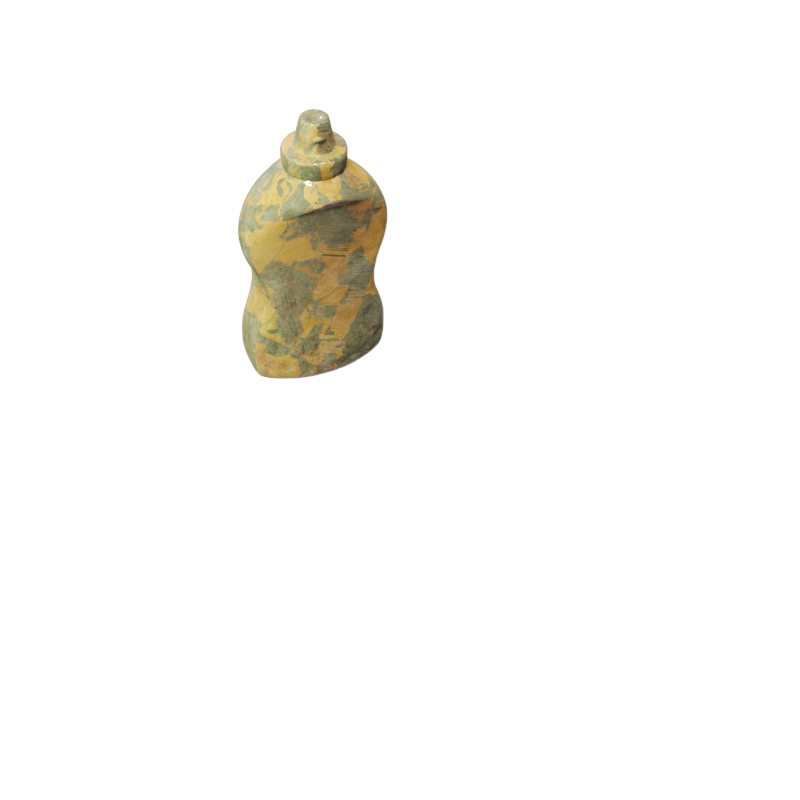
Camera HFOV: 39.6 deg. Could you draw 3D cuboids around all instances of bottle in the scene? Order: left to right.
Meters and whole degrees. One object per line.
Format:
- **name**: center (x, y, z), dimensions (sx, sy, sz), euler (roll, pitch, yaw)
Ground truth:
- **bottle**: center (-0.056, -0.102, 0.715), dimensions (0.095, 0.179, 0.063), euler (-13, 45, -17)
